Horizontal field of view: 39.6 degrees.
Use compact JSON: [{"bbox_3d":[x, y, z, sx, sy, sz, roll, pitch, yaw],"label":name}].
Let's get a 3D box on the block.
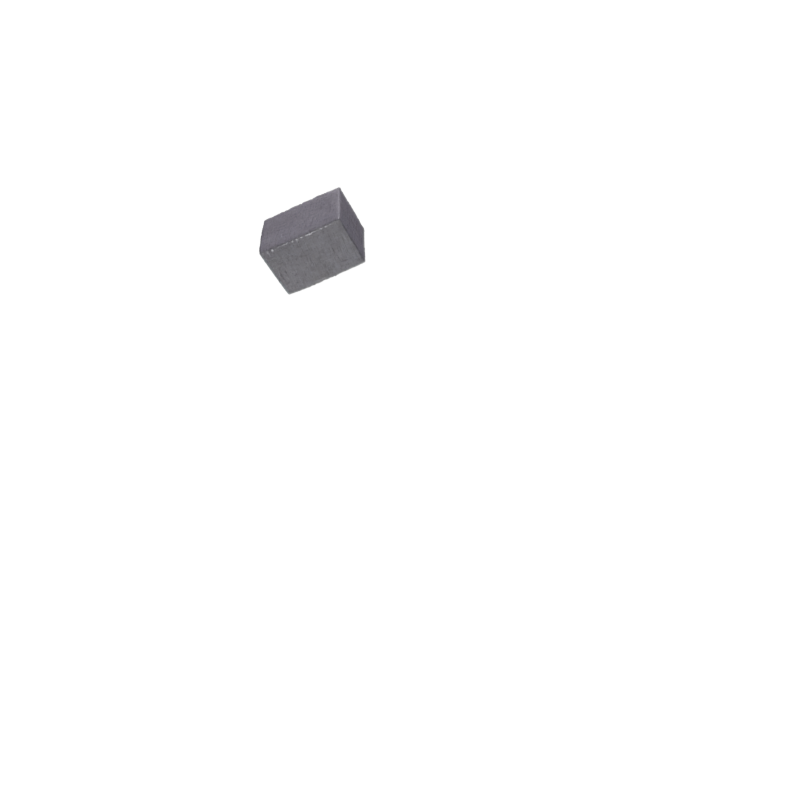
[{"bbox_3d":[-0.075,-0.137,0.959,0.078,0.049,0.055,-21,36,14],"label":"block"}]
